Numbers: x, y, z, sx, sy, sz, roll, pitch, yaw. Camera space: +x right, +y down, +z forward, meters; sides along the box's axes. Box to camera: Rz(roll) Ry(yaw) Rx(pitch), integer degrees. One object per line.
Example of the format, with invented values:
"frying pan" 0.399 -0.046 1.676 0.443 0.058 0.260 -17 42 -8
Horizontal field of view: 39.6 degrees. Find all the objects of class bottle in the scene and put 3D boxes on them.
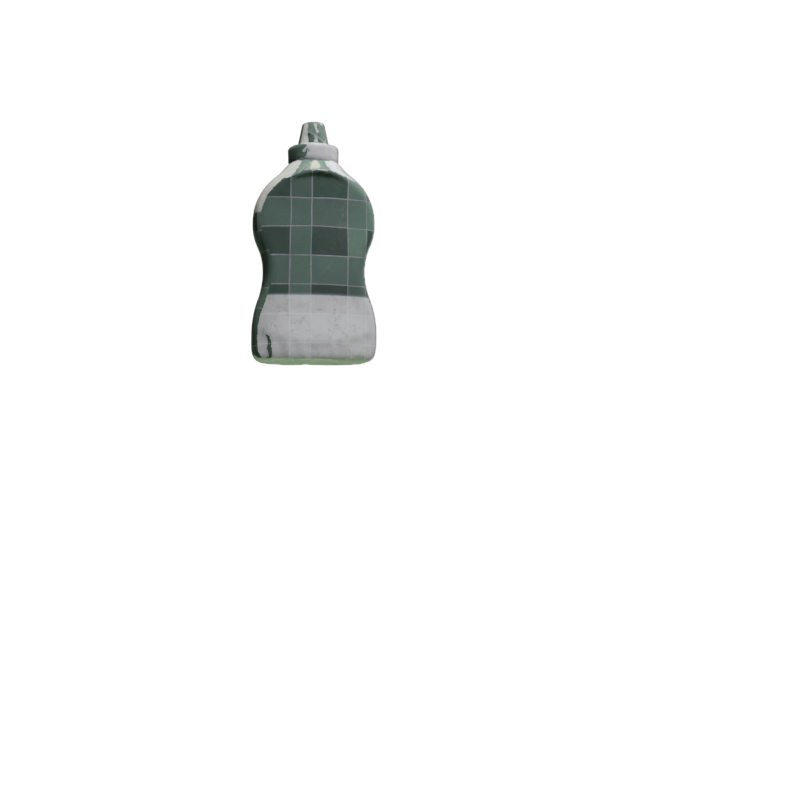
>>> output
"bottle" -0.068 -0.125 0.873 0.095 0.196 0.058 0 -9 -7
